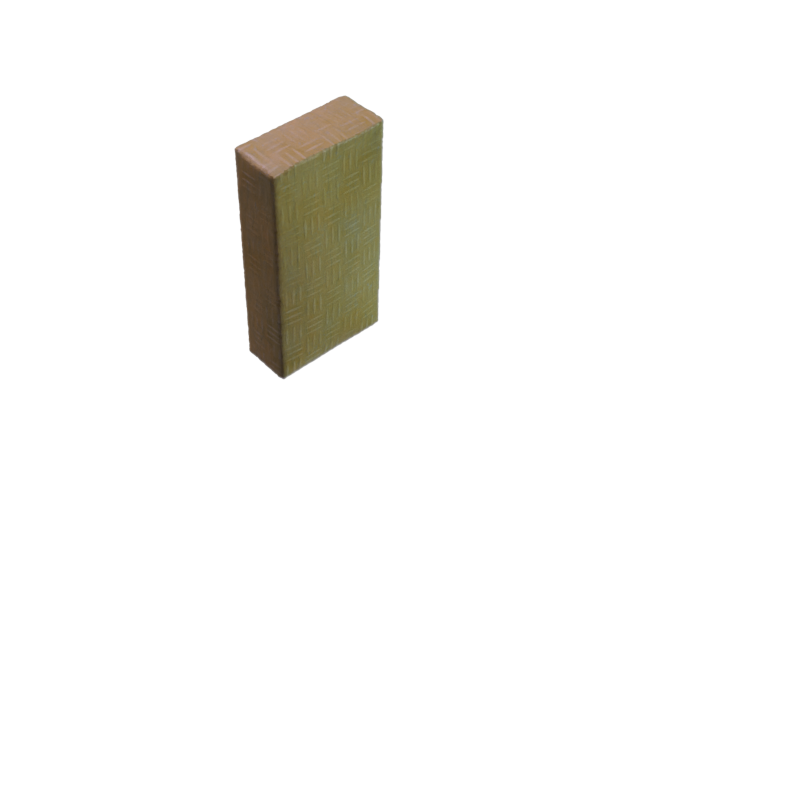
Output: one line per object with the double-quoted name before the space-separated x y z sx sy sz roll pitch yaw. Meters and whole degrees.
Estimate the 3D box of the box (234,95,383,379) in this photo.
"box" -0.058 -0.105 0.737 0.094 0.164 0.051 -33 56 -30
